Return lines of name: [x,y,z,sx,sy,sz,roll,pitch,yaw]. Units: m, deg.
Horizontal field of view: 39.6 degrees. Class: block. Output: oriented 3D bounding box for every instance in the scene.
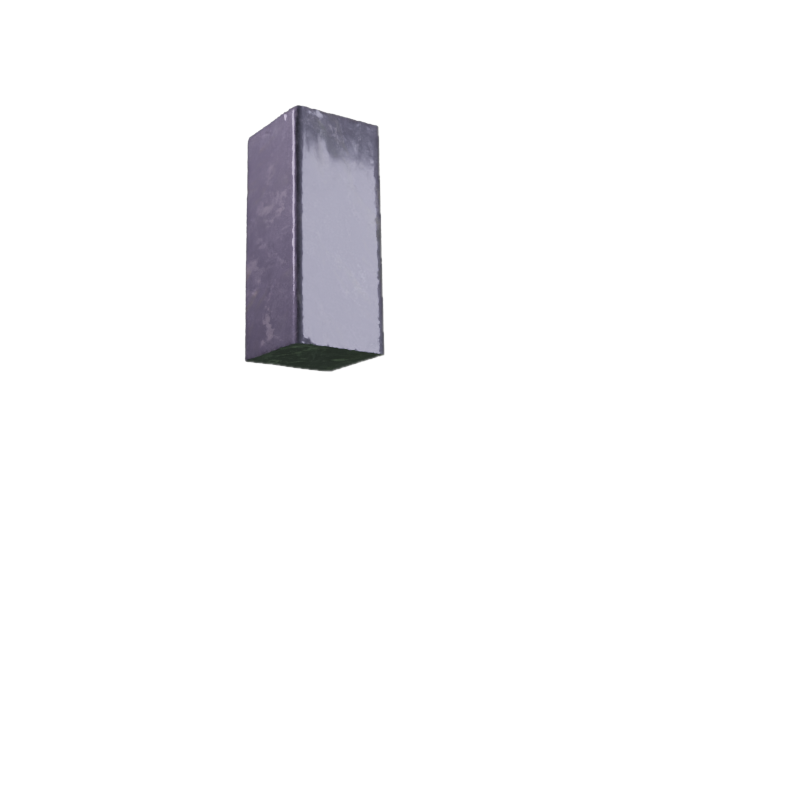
block: [-0.076,-0.137,0.963,0.086,0.215,0.091,10,-19,-33]
